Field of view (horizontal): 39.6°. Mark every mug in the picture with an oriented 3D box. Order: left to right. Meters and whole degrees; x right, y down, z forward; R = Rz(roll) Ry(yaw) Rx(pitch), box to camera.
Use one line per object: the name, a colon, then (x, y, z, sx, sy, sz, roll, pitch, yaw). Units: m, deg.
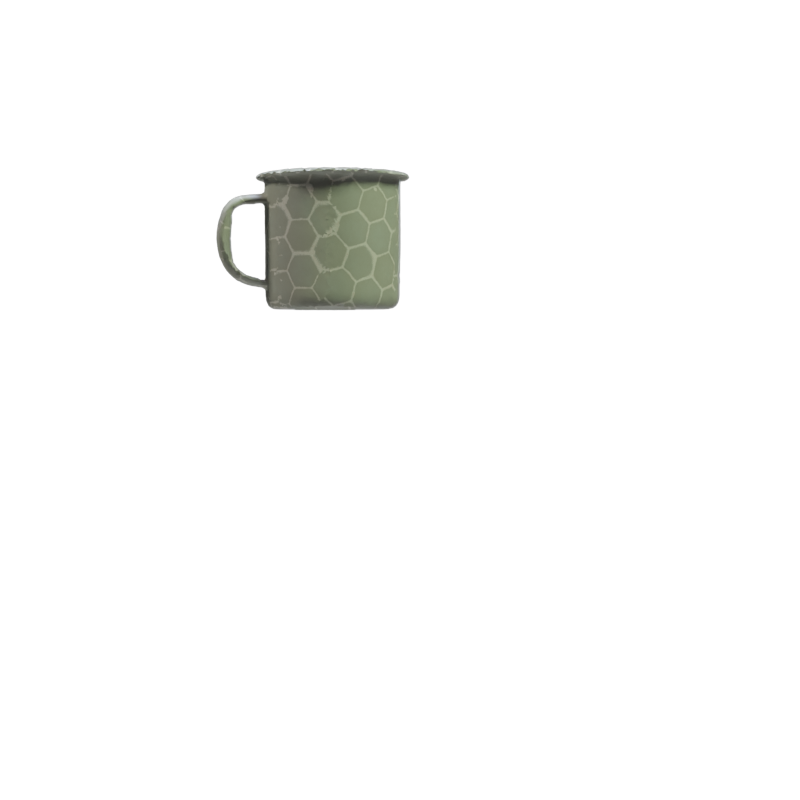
mug: (-0.052, -0.096, 0.670, 0.115, 0.082, 0.095, -1, 2, -16)
